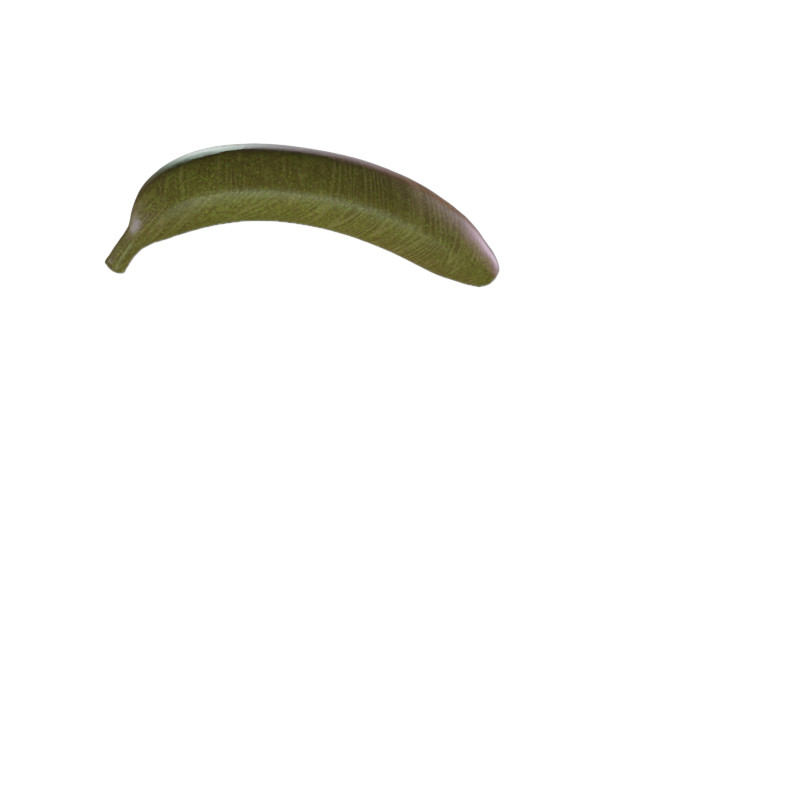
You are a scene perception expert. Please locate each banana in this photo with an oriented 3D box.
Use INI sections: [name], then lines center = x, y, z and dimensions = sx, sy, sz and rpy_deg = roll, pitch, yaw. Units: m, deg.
[banana]
center = -0.045, -0.093, 0.546
dimensions = 0.197, 0.065, 0.039
rpy_deg = 3, 42, -3
